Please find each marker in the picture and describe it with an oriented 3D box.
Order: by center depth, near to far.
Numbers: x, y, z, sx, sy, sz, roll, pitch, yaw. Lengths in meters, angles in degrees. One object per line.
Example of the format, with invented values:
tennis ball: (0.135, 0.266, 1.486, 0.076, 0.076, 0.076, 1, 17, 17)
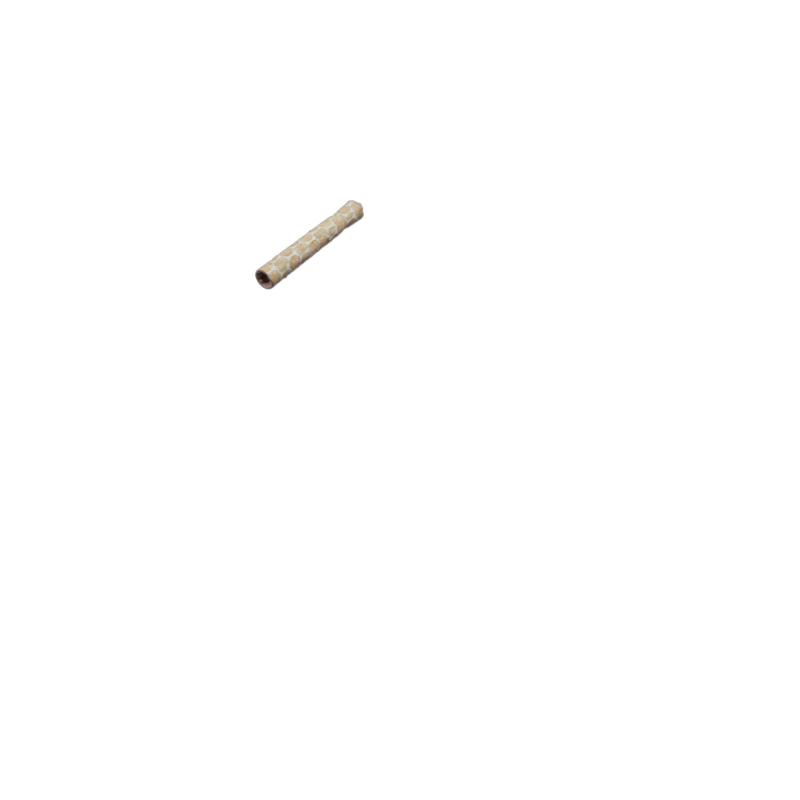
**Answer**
marker: (-0.070, -0.128, 0.893, 0.021, 0.019, 0.123, 3, 36, 44)
